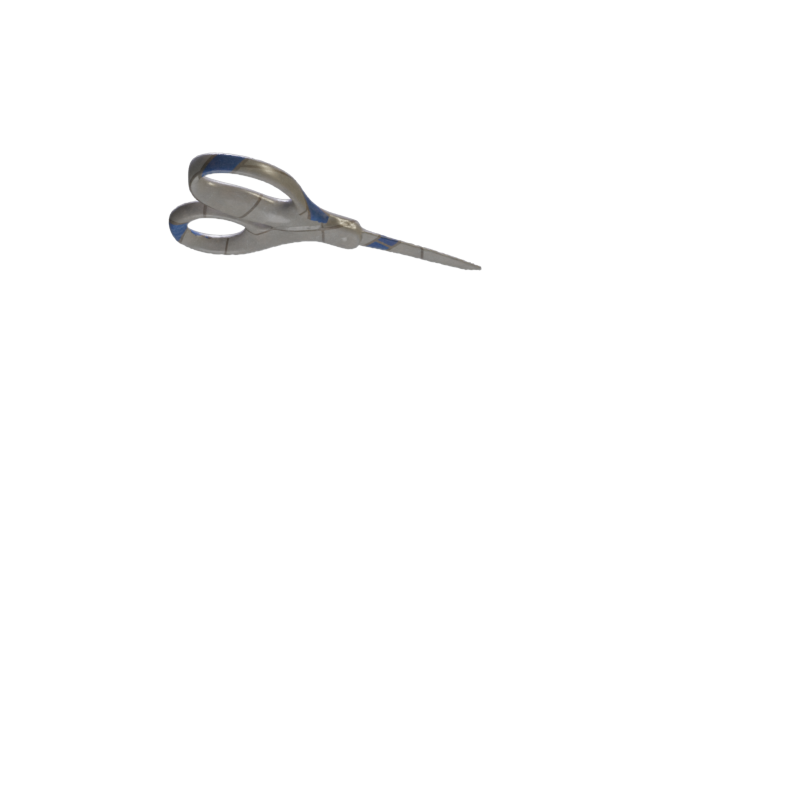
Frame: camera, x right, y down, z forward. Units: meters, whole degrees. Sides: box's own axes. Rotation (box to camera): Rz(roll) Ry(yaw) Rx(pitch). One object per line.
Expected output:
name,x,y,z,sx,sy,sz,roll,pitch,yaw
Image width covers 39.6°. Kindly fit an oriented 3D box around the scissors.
scissors,-0.053,-0.096,0.671,0.190,0.017,0.096,22,-34,-38
